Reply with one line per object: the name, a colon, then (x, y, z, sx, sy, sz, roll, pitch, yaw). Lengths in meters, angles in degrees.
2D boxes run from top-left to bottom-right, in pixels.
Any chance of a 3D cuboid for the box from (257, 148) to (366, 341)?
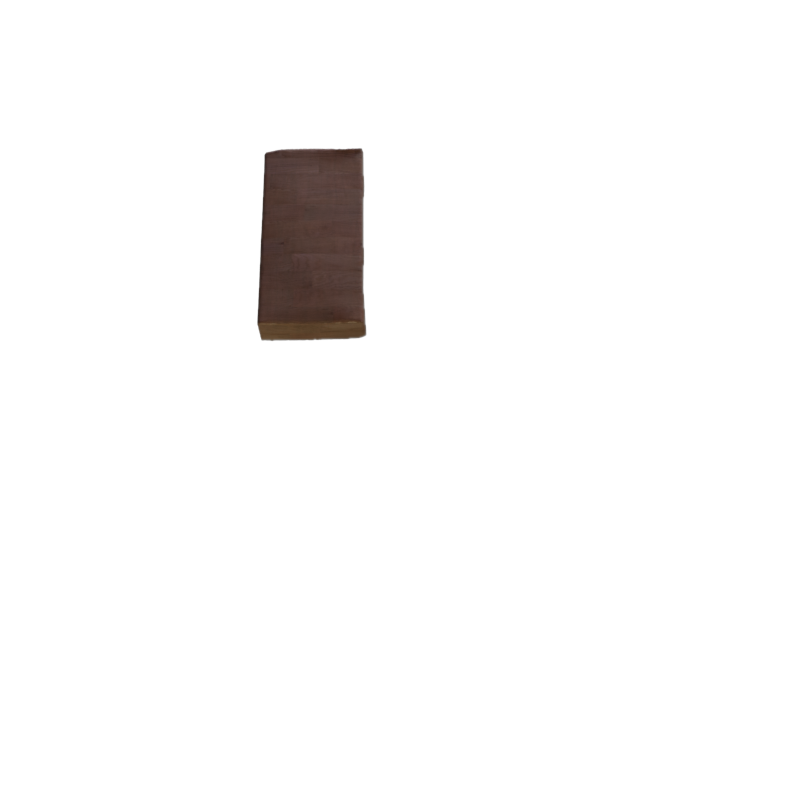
box: (-0.078, -0.141, 0.988, 0.093, 0.186, 0.045, -2, -24, 1)
